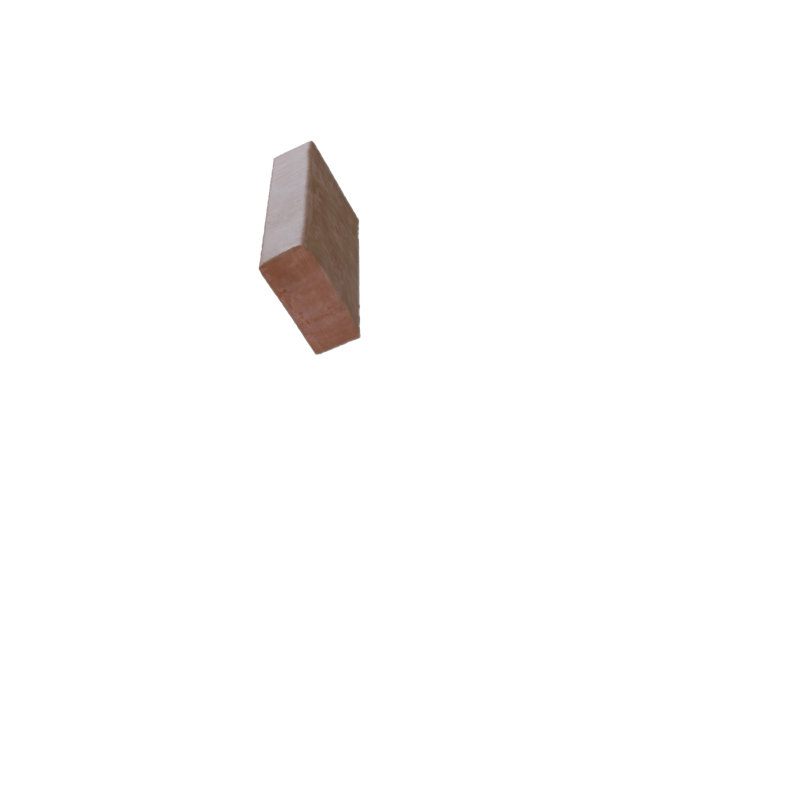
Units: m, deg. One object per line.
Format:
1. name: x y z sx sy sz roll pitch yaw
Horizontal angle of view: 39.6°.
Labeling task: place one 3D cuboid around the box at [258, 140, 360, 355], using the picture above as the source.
1. box: -0.070 -0.127 0.893 0.048 0.087 0.188 -24 33 13
